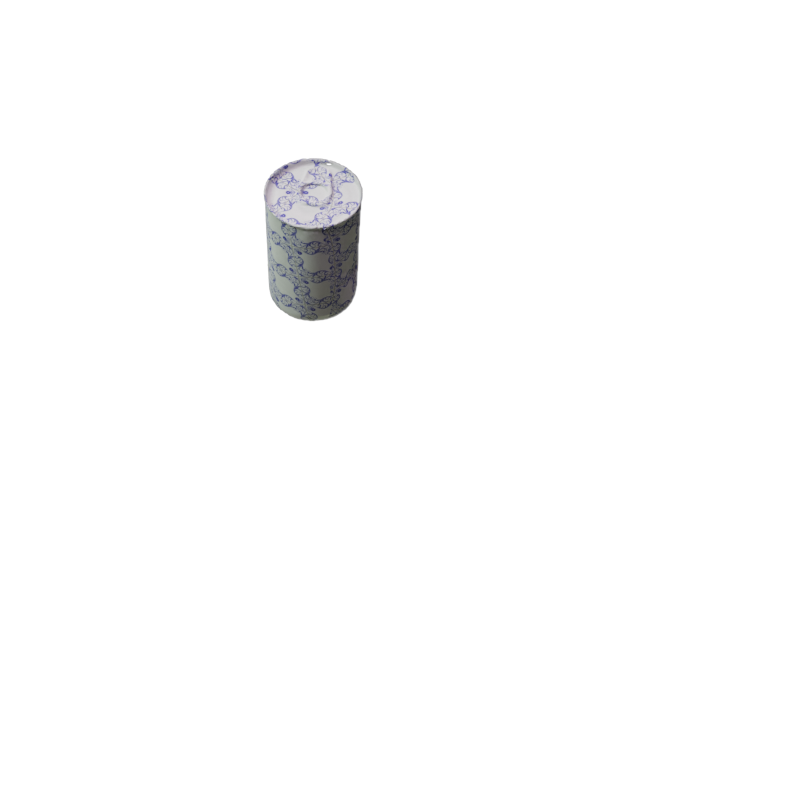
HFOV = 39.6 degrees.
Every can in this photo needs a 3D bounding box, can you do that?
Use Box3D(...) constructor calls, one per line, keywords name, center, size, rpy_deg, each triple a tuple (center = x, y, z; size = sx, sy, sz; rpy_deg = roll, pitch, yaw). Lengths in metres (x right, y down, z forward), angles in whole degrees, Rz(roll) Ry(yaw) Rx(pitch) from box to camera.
Box3D(name="can", center=(-0.062, -0.113, 0.794), size=(0.068, 0.073, 0.095), rpy_deg=(0, -38, -3))
